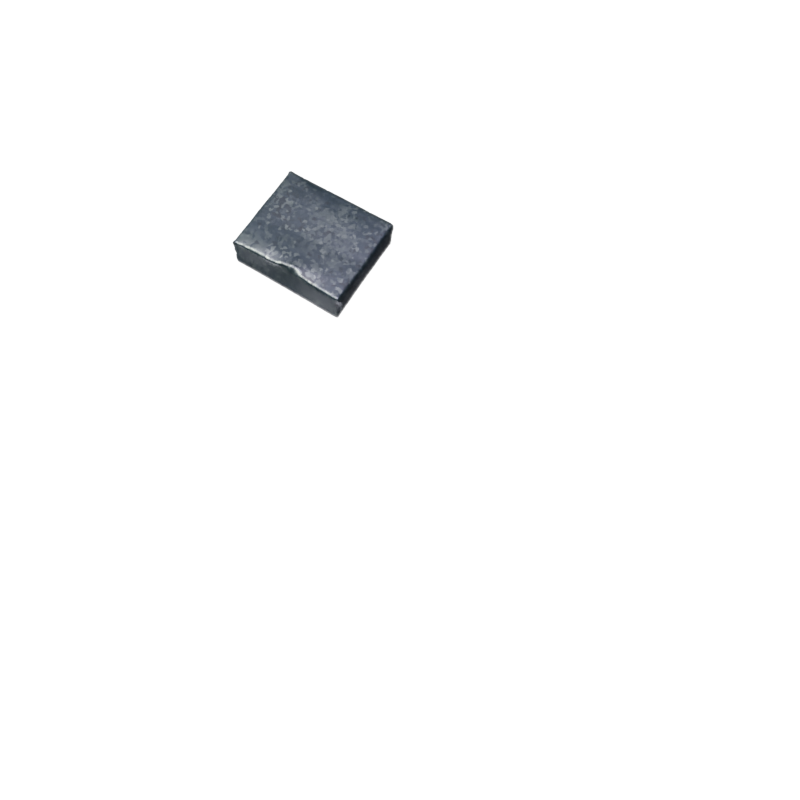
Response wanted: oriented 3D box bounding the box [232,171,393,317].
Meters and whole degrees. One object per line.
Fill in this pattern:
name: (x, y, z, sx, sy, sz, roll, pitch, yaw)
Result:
box: (-0.061, -0.112, 0.784, 0.092, 0.075, 0.028, 29, -25, 15)
